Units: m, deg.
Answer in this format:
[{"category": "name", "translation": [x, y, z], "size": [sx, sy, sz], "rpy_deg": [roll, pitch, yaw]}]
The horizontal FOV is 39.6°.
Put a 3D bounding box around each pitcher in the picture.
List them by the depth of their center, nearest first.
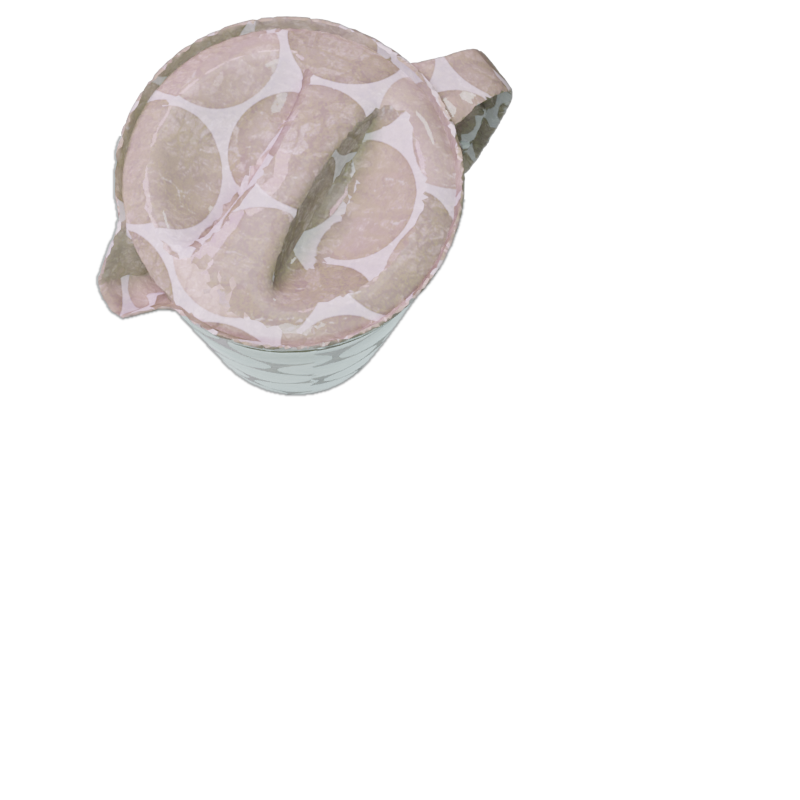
[{"category": "pitcher", "translation": [-0.041, -0.076, 0.529], "size": [0.149, 0.149, 0.237], "rpy_deg": [11, -10, -1]}]
